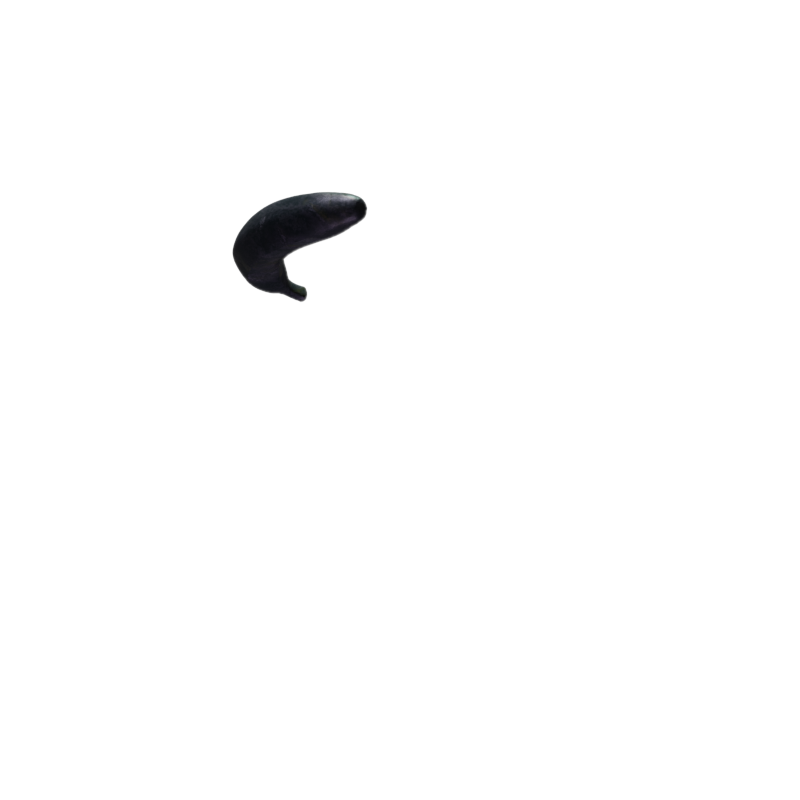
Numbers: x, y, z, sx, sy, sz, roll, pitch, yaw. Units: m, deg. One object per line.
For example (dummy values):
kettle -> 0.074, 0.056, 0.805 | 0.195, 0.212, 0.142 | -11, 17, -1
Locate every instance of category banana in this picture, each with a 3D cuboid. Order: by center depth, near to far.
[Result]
banana -> -0.080, -0.112, 0.785 | 0.068, 0.038, 0.195 | 3, -11, -16
